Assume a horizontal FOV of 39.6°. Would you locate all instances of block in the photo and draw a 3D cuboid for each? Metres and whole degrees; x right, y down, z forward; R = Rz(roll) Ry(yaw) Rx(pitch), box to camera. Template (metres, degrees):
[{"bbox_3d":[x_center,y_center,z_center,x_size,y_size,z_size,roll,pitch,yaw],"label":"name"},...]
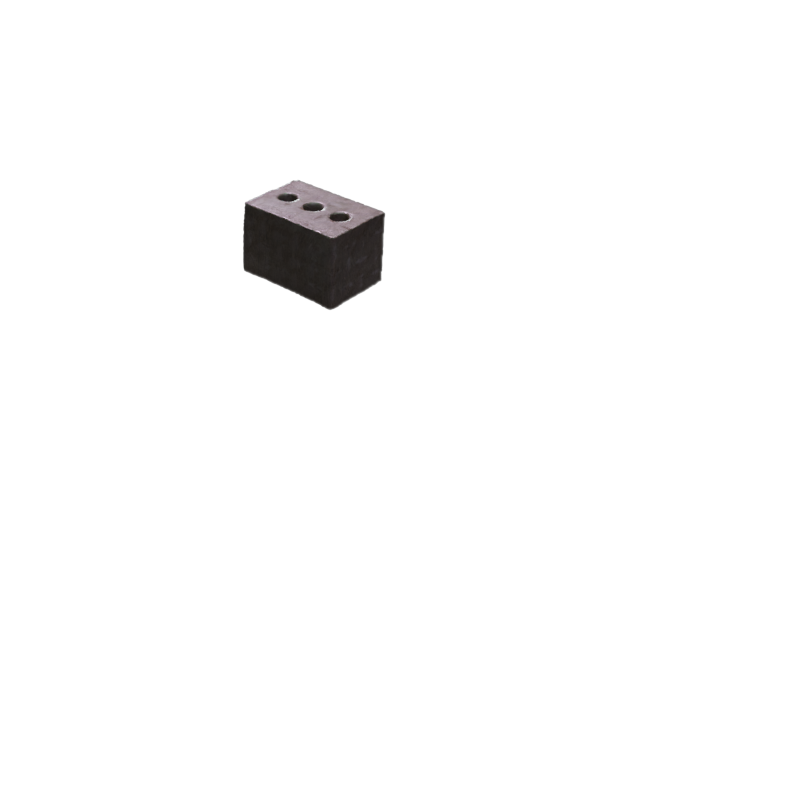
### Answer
[{"bbox_3d":[-0.055,-0.101,0.708,0.083,0.048,0.053,25,38,33],"label":"block"}]
